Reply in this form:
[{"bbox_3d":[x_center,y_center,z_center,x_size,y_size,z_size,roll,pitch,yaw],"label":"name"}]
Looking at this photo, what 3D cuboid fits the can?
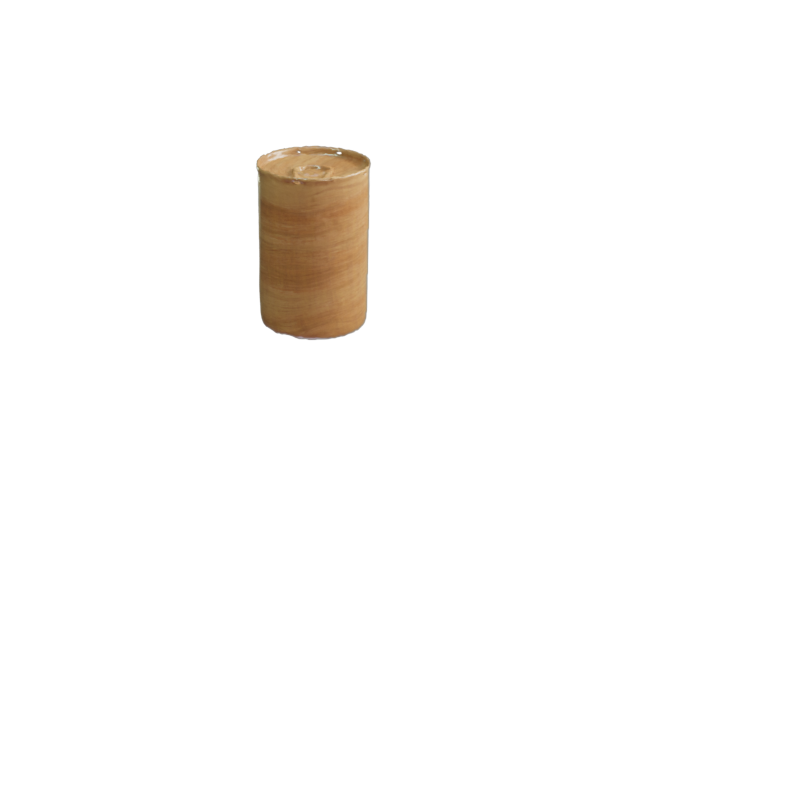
[{"bbox_3d":[-0.053,-0.096,0.672,0.068,0.097,0.072,0,23,-2],"label":"can"}]
